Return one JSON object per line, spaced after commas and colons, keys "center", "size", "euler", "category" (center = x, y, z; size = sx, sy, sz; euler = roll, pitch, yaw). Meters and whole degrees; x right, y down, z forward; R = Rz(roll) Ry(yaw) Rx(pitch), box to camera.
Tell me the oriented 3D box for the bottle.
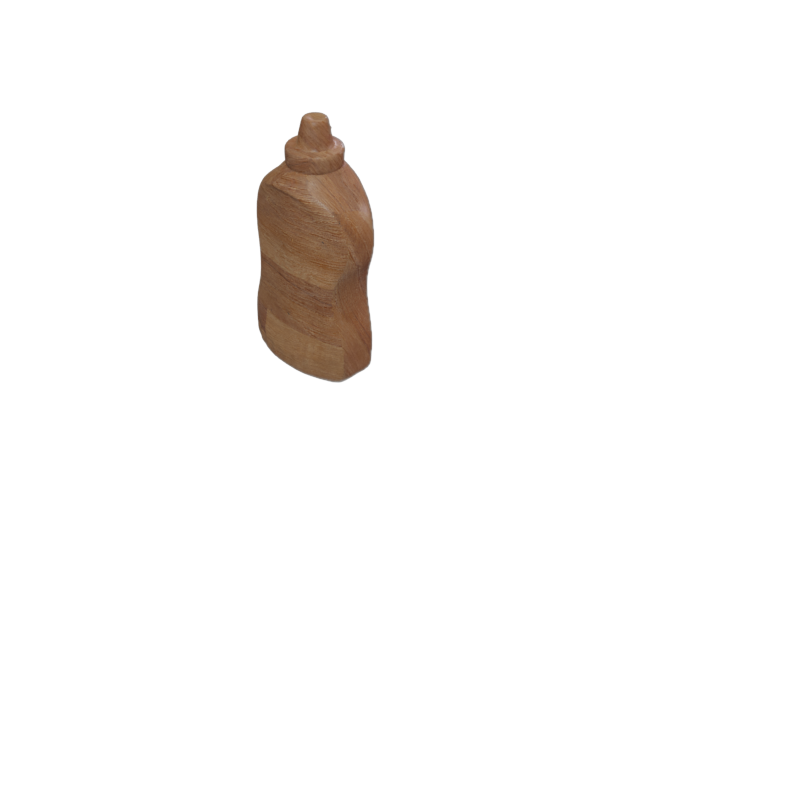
{"center": [-0.061, -0.112, 0.783], "size": [0.058, 0.180, 0.103], "euler": [-25, 42, -35], "category": "bottle"}
